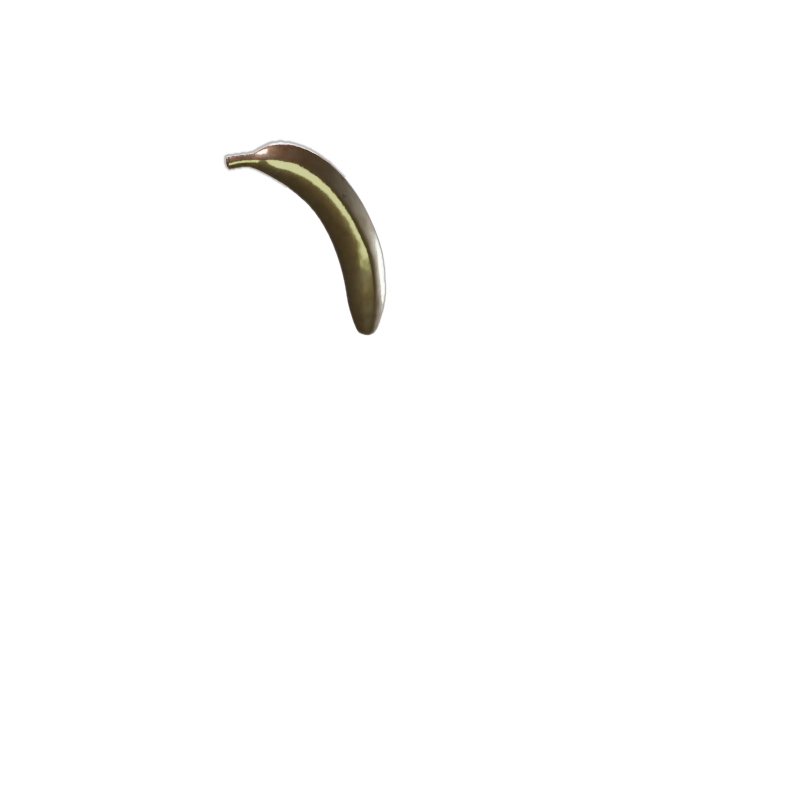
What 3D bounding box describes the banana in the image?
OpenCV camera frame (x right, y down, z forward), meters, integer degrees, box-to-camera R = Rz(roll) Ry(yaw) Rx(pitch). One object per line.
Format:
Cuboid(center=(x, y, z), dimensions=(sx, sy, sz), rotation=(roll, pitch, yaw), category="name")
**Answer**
Cuboid(center=(-0.059, -0.143, 0.913), dimensions=(0.069, 0.189, 0.038), rotation=(-34, 18, 13), category="banana")
